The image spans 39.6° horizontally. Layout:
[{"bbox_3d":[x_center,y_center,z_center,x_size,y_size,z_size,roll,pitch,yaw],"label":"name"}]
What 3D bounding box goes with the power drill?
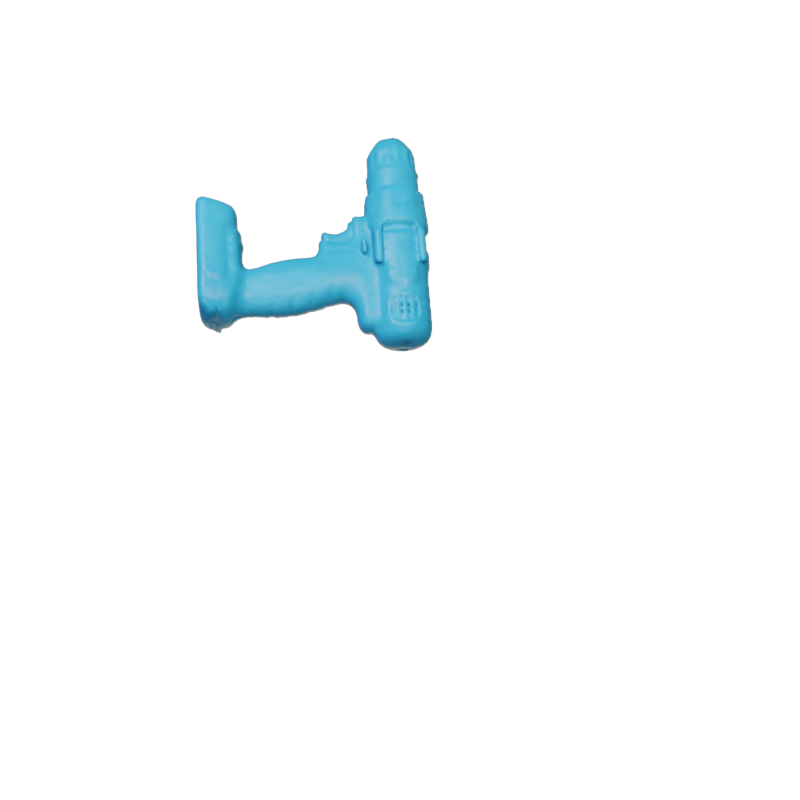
[{"bbox_3d":[-0.070,-0.127,0.892,0.187,0.195,0.054,-3,-25,-2],"label":"power drill"}]
